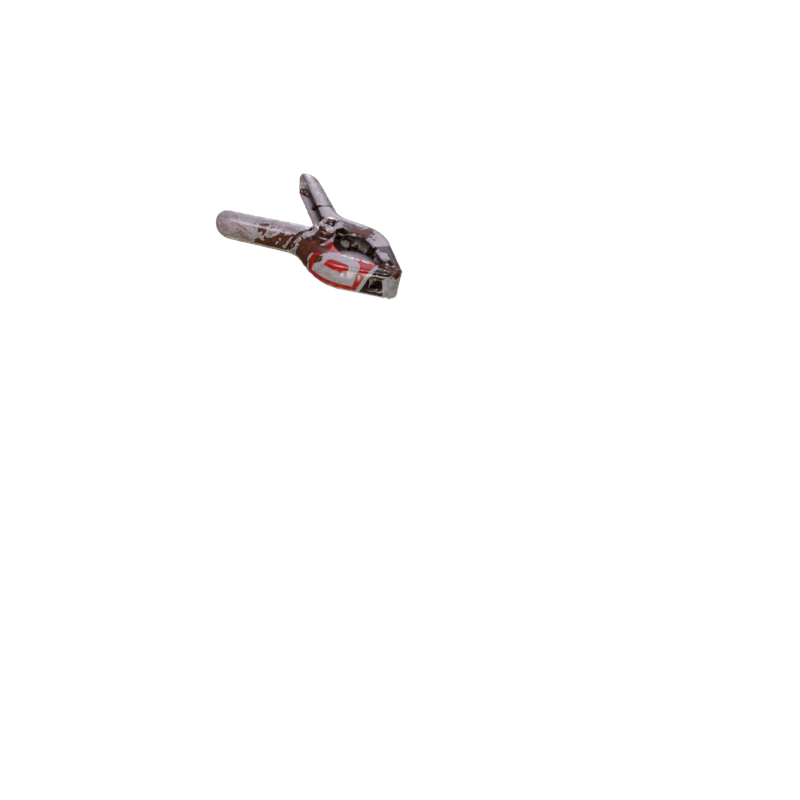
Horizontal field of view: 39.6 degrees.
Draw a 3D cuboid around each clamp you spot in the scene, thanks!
[{"bbox_3d":[-0.076,-0.138,0.970,0.120,0.037,0.184,-28,49,-28],"label":"clamp"}]
